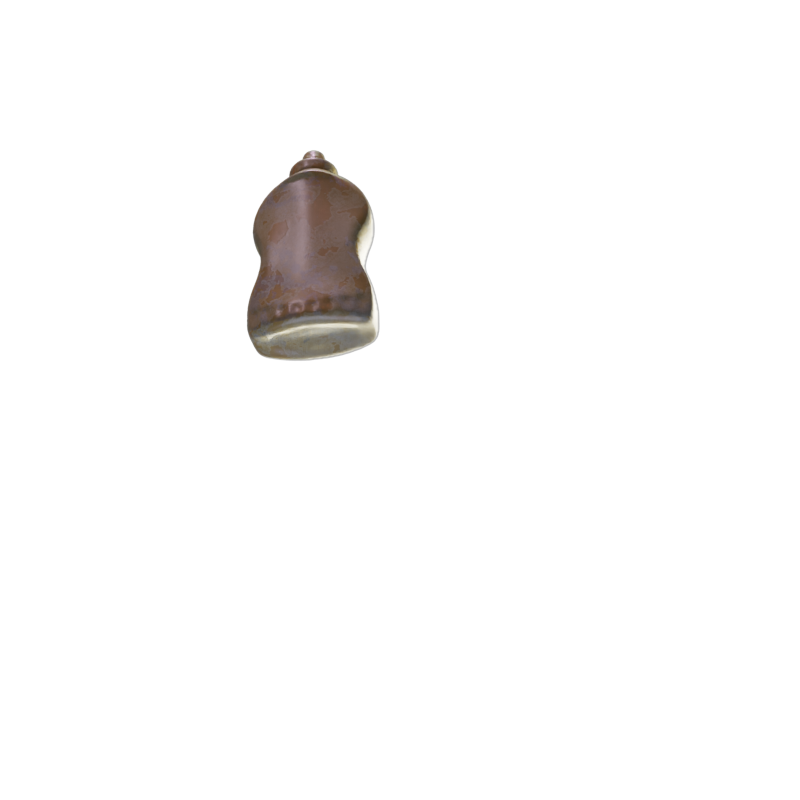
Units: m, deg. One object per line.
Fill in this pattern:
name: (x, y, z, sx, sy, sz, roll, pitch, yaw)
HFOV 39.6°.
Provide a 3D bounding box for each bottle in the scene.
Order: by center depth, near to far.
bottle: (-0.068, -0.124, 0.871, 0.097, 0.206, 0.054, -10, -38, 9)
